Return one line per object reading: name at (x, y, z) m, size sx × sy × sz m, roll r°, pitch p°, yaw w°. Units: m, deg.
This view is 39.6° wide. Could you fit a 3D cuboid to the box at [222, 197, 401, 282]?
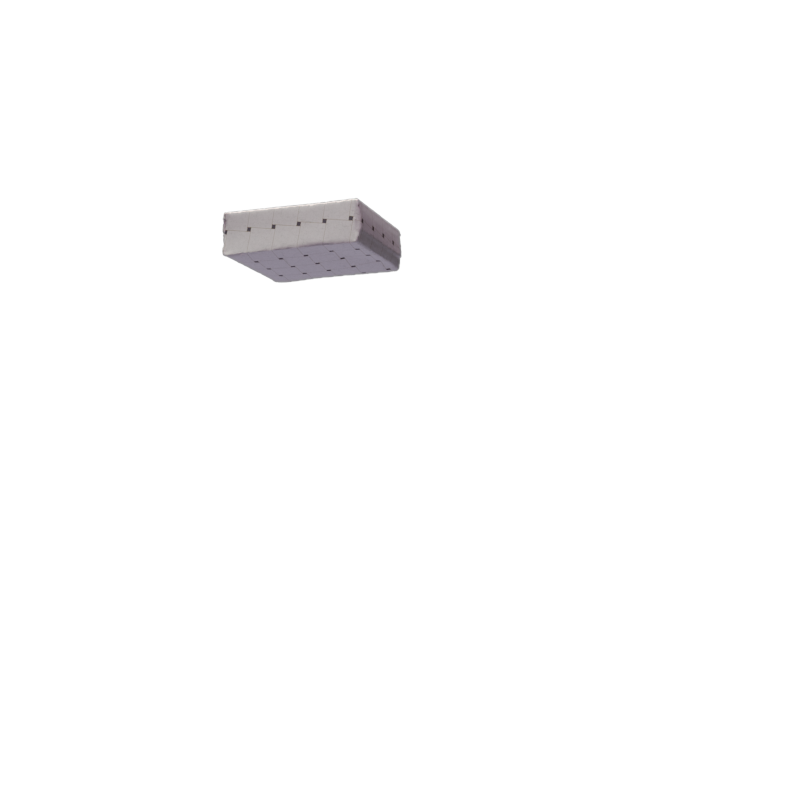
box at (-0.066, -0.121, 0.847) m, size 0.116 × 0.040 × 0.085 m, roll -4°, pitch -11°, yaw 22°
